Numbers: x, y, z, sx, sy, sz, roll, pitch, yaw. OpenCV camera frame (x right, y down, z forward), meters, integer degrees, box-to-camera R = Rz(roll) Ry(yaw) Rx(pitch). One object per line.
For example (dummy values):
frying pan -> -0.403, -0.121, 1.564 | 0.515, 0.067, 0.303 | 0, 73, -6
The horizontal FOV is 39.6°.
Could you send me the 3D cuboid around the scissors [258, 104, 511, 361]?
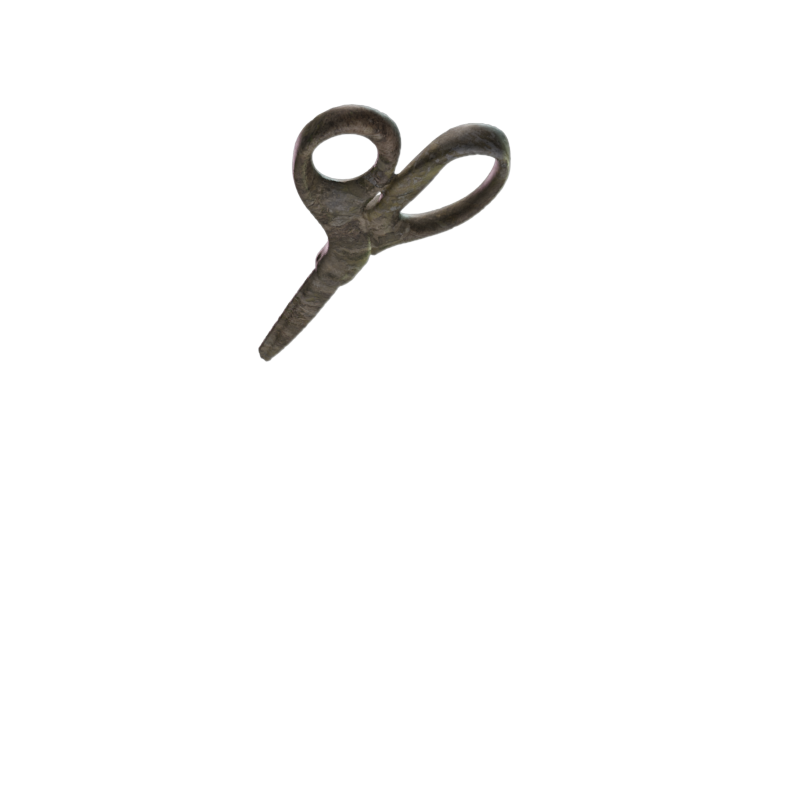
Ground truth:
scissors -> -0.039, -0.071, 0.495 | 0.091, 0.017, 0.200 | 24, -37, -35
